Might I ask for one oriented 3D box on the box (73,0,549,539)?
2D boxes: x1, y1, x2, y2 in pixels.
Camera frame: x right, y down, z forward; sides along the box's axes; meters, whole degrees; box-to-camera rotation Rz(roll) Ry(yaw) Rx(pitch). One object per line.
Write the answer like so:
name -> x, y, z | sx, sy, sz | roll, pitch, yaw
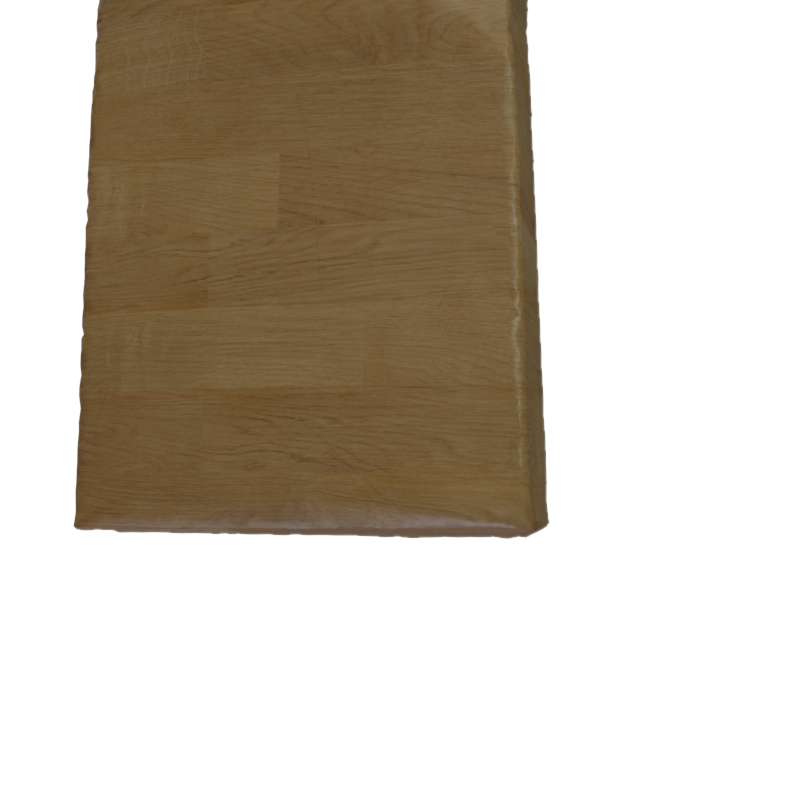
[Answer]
box -> -0.033, -0.060, 0.418 | 0.167, 0.219, 0.069 | -3, -10, 14
